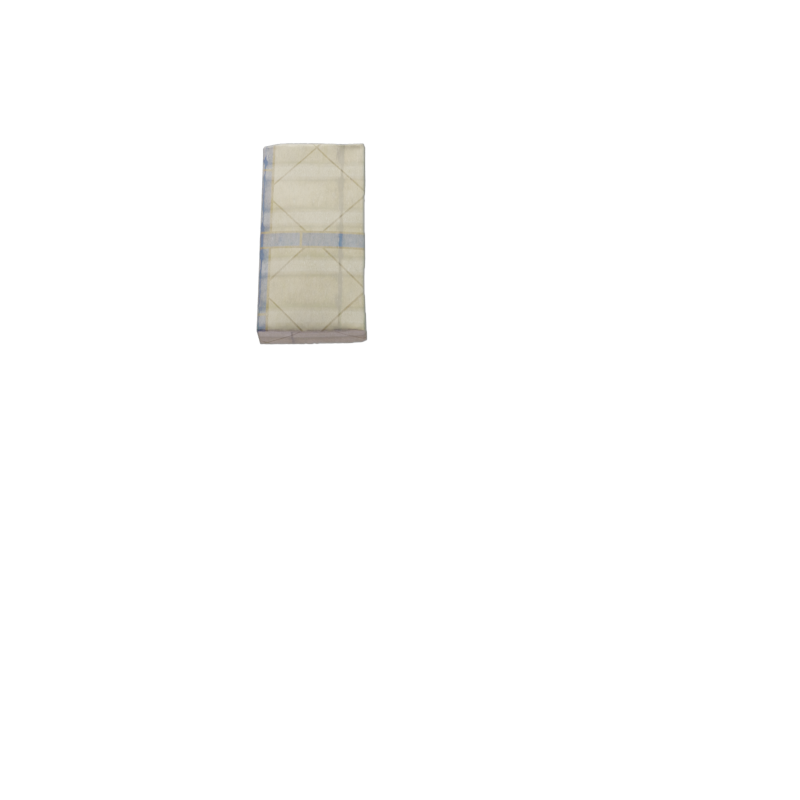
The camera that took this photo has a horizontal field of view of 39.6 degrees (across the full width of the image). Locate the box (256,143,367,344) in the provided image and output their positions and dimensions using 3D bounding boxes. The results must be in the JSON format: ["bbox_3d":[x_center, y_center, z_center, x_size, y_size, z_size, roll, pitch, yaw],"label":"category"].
[{"bbox_3d":[-0.076,-0.138,0.964,0.093,0.184,0.046,-1,-19,1],"label":"box"}]
